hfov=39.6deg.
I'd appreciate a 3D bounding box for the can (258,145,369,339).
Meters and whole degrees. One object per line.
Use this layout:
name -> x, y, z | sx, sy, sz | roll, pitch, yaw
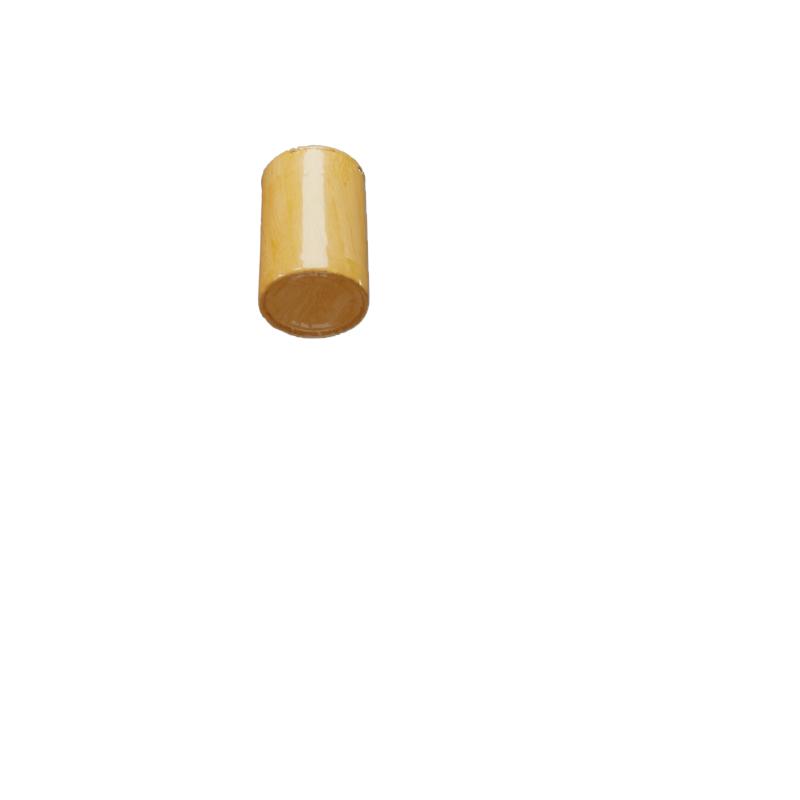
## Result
can -> -0.054, -0.098, 0.684 | 0.068, 0.110, 0.064 | -1, -38, -3
